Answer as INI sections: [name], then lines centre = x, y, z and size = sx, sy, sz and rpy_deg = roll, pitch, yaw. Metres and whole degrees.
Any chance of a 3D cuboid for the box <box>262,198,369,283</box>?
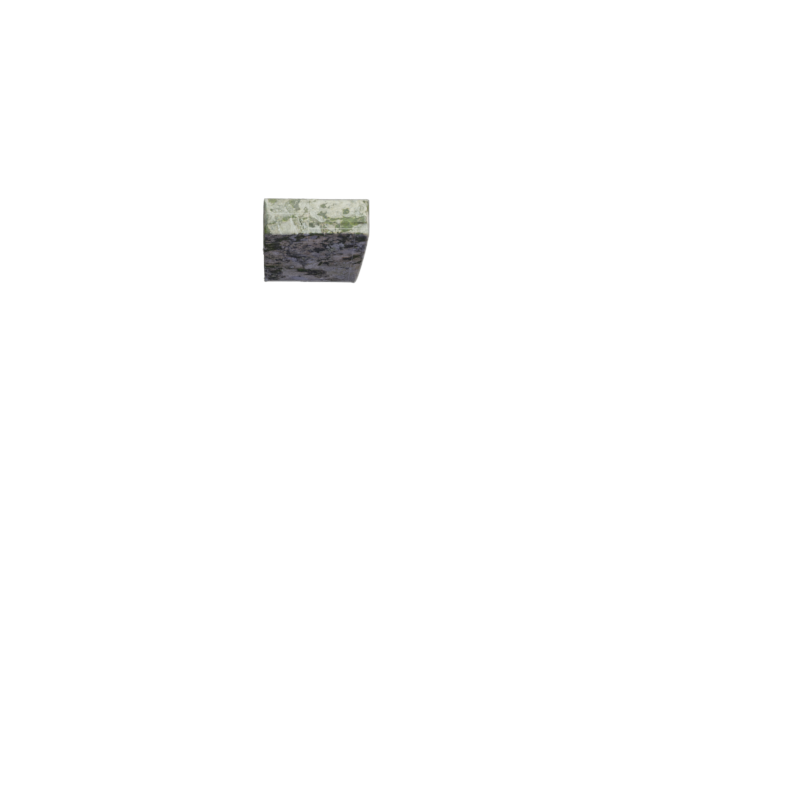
[box]
centre = -0.076, -0.139, 0.974
size = 0.089, 0.041, 0.109
rpy_deg = 2, -19, -5
